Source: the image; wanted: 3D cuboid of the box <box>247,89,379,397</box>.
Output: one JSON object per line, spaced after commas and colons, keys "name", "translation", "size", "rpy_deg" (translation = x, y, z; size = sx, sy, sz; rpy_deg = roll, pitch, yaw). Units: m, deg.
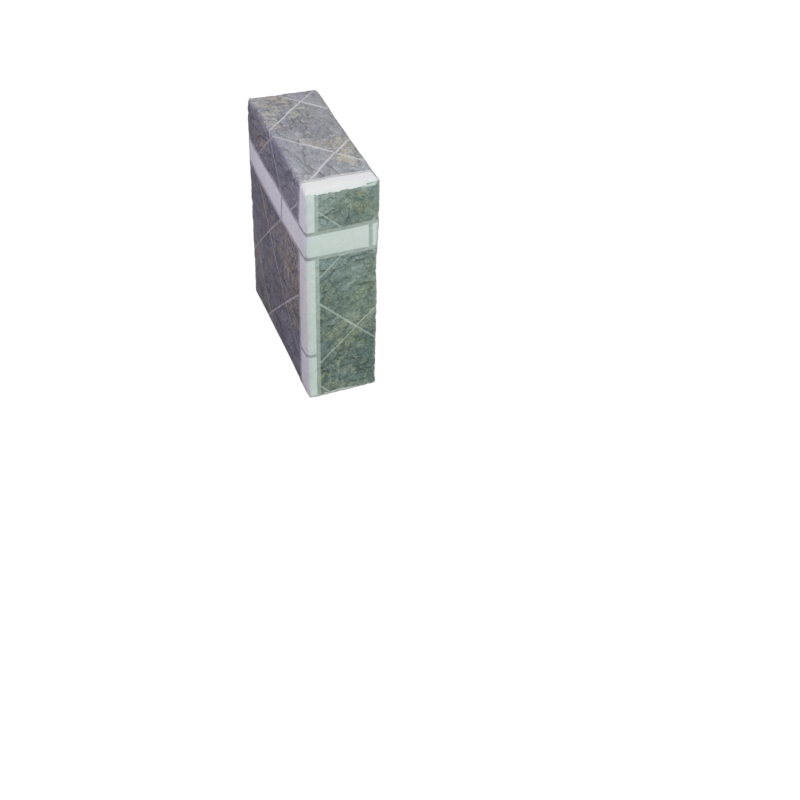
{"name": "box", "translation": [-0.076, -0.138, 0.965], "size": [0.071, 0.200, 0.178], "rpy_deg": [-11, 41, -18]}
